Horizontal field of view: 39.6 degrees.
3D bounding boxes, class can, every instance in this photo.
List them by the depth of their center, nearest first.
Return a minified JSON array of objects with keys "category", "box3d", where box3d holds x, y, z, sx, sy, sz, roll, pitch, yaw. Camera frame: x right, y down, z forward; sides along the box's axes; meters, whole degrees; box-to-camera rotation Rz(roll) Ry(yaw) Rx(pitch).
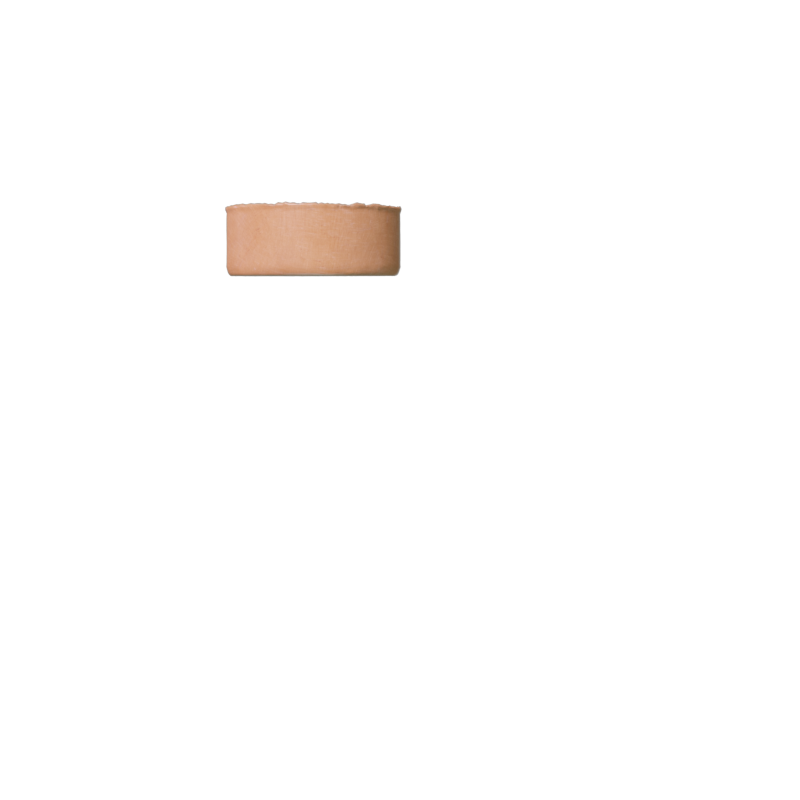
[{"category":"can","box3d":[-0.042,-0.077,0.538,0.086,0.033,0.086,0,5,-2]}]
